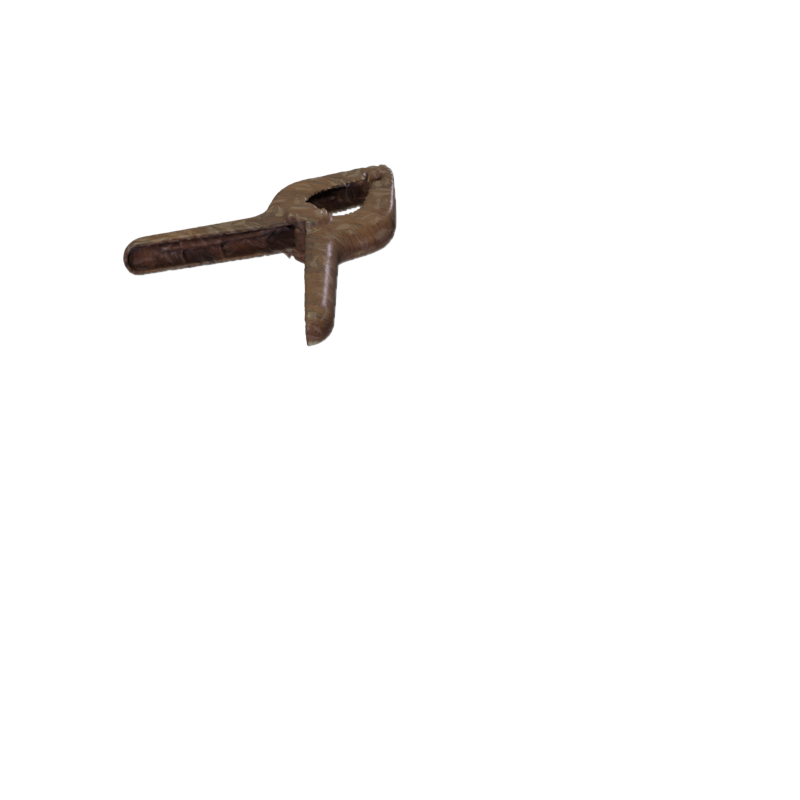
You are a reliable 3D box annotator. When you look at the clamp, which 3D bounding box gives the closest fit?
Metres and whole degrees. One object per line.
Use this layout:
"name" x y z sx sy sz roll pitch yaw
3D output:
"clamp" -0.059 -0.108 0.759 0.175 0.034 0.210 27 43 33
